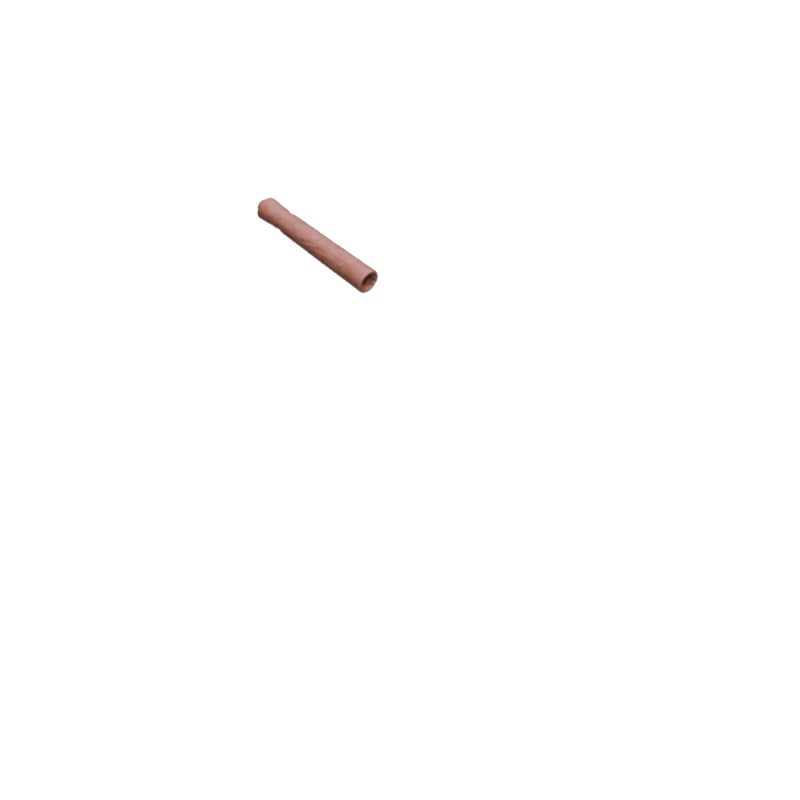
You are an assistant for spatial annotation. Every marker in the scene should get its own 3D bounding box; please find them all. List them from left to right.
[{"bbox_3d":[-0.065,-0.118,0.828,0.129,0.019,0.019,39,26,33],"label":"marker"}]
